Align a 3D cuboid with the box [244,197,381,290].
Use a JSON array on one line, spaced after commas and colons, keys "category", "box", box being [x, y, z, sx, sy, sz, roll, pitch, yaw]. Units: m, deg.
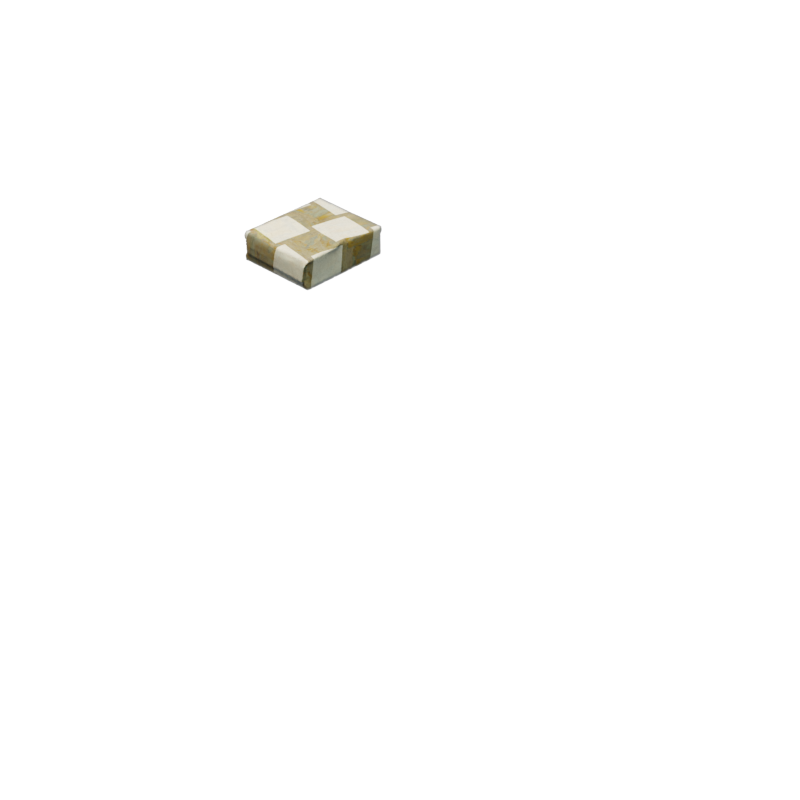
[{"category": "box", "box": [-0.071, -0.130, 0.909, 0.078, 0.028, 0.089, 29, 43, 35]}]
